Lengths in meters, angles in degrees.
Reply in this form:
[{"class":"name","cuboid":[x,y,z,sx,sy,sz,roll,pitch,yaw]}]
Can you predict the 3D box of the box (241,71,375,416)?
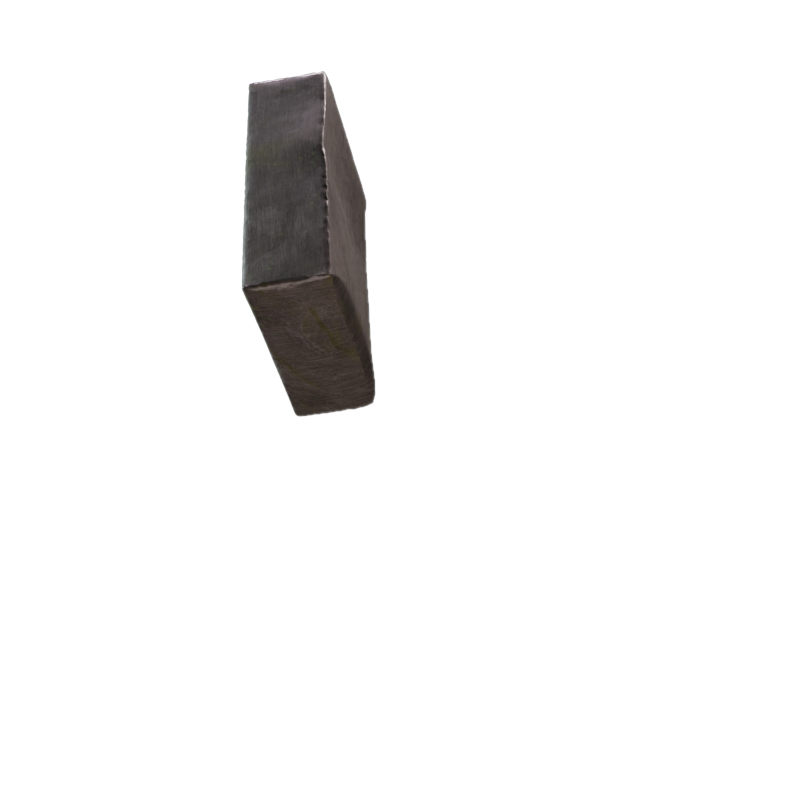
[{"class":"box","cuboid":[-0.067,-0.122,0.858,0.072,0.229,0.152,-9,-38,7]}]
